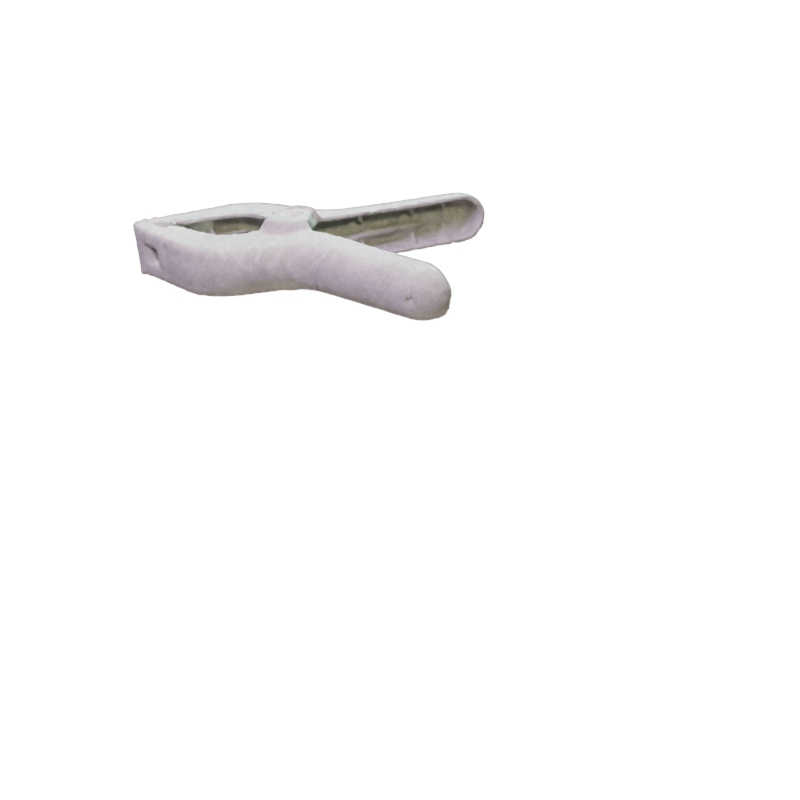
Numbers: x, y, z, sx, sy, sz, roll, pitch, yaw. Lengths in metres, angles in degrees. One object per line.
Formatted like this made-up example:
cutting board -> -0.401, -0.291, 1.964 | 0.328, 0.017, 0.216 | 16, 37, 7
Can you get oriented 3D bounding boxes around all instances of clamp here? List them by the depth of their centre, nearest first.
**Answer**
clamp -> -0.042, -0.077, 0.539 | 0.177, 0.038, 0.121 | 9, 23, 21
